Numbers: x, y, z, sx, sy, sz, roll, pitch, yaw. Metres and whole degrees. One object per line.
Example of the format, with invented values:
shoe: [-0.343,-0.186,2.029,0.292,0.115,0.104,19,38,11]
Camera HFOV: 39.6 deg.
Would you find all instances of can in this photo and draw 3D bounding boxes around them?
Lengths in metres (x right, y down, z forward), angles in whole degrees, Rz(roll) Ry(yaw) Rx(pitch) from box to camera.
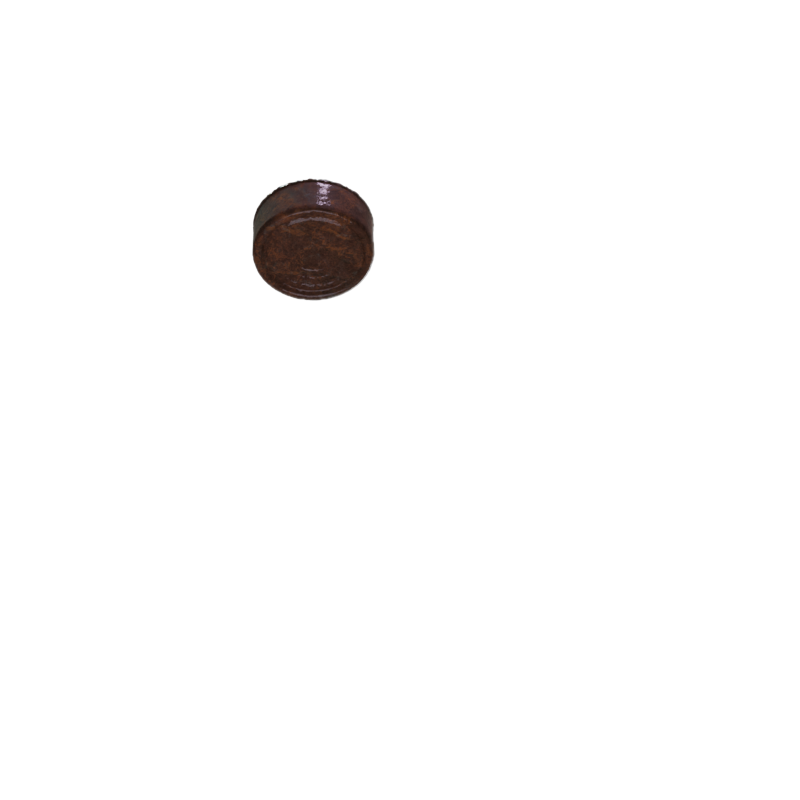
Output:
can: [-0.061,-0.110,0.773,0.086,0.080,0.036,1,44,-1]
